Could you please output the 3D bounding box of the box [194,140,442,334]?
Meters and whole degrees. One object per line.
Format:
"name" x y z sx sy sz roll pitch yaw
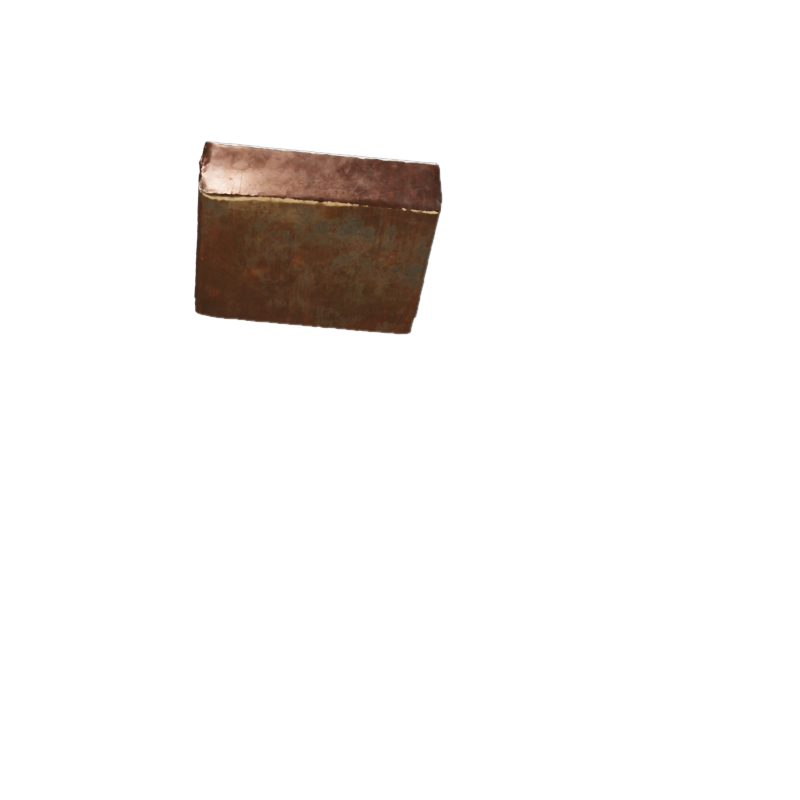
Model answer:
"box" -0.042 -0.076 0.536 0.113 0.042 0.084 4 -41 -5
